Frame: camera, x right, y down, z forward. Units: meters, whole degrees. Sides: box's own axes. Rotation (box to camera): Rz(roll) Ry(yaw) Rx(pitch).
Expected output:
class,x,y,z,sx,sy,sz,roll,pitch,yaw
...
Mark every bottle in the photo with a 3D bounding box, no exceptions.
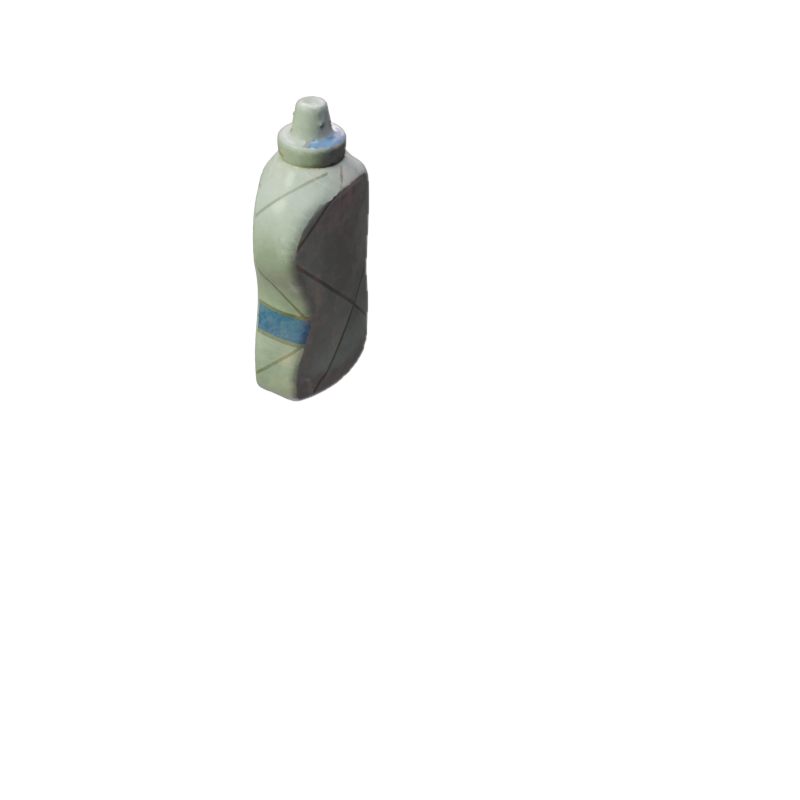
class,x,y,z,sx,sy,sz,roll,pitch,yaw
bottle,-0.055,-0.099,0.695,0.061,0.179,0.098,21,39,24
